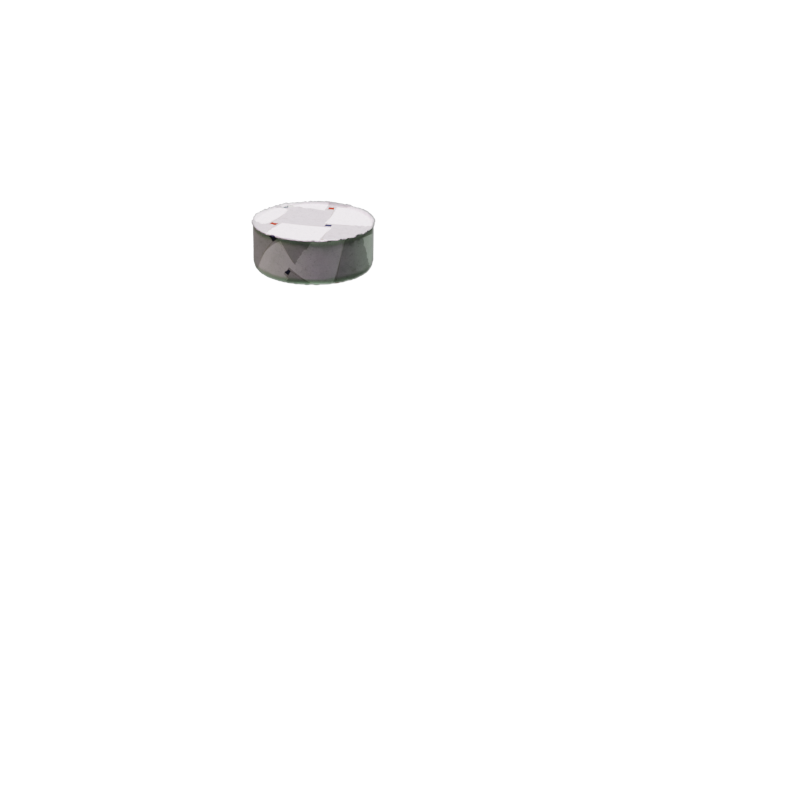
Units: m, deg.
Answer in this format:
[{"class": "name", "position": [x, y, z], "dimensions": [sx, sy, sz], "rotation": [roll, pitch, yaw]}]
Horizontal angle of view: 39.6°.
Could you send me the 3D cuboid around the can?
[{"class": "can", "position": [-0.061, -0.111, 0.777], "dimensions": [0.086, 0.032, 0.090], "rotation": [-1, 26, -2]}]
